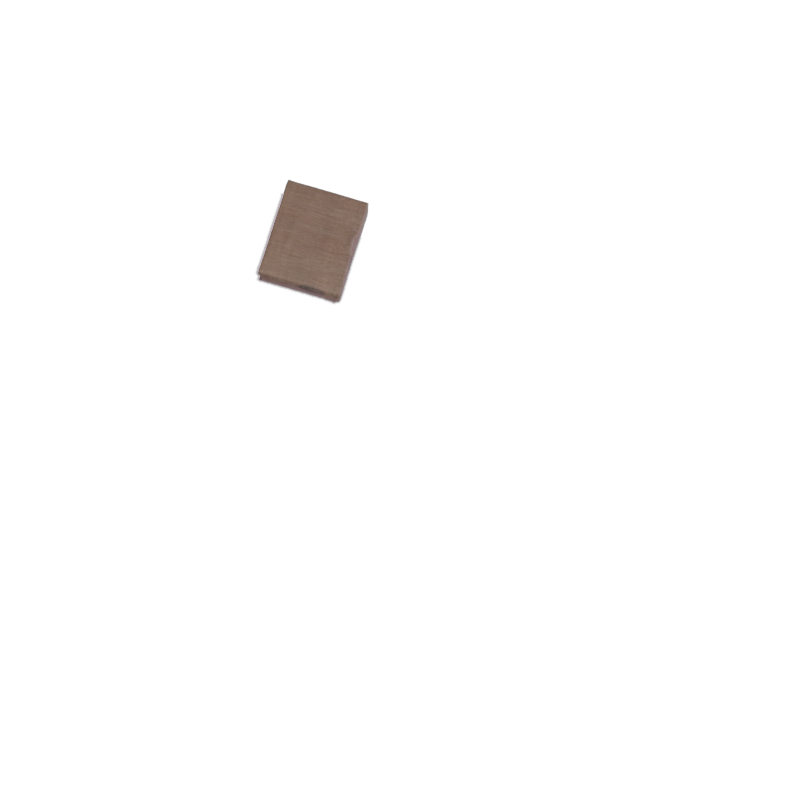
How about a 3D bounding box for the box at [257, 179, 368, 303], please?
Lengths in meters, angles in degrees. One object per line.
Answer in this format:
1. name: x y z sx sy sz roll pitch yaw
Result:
1. box: -0.074 -0.134 0.942 0.074 0.092 0.029 16 -17 4
